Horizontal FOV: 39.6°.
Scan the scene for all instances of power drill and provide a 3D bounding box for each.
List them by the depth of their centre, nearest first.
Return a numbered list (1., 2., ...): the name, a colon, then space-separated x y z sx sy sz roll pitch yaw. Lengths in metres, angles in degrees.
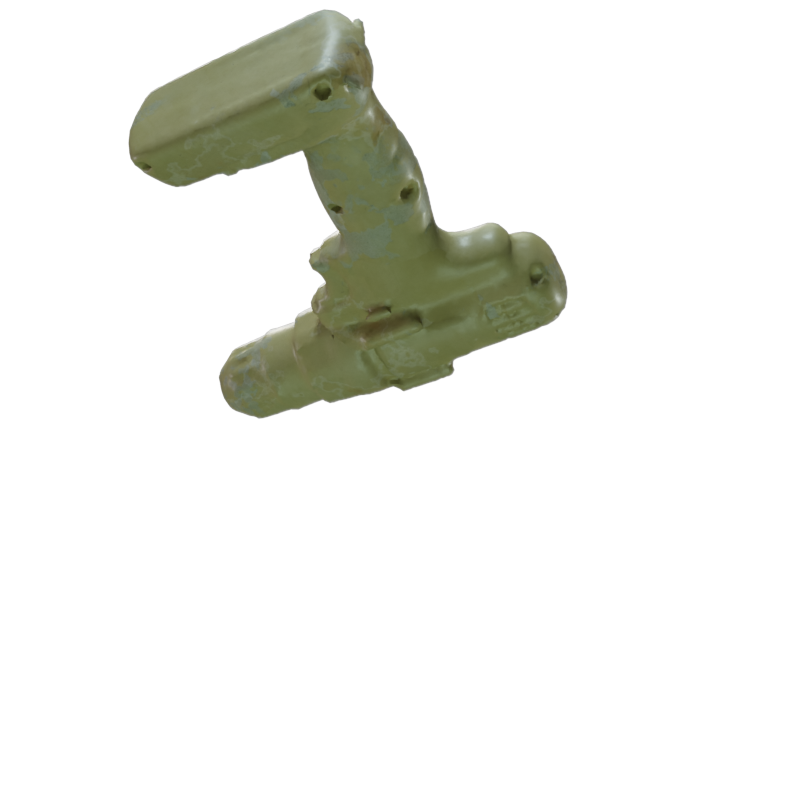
1. power drill: -0.040 -0.072 0.507 0.185 0.062 0.174 -21 -48 20
